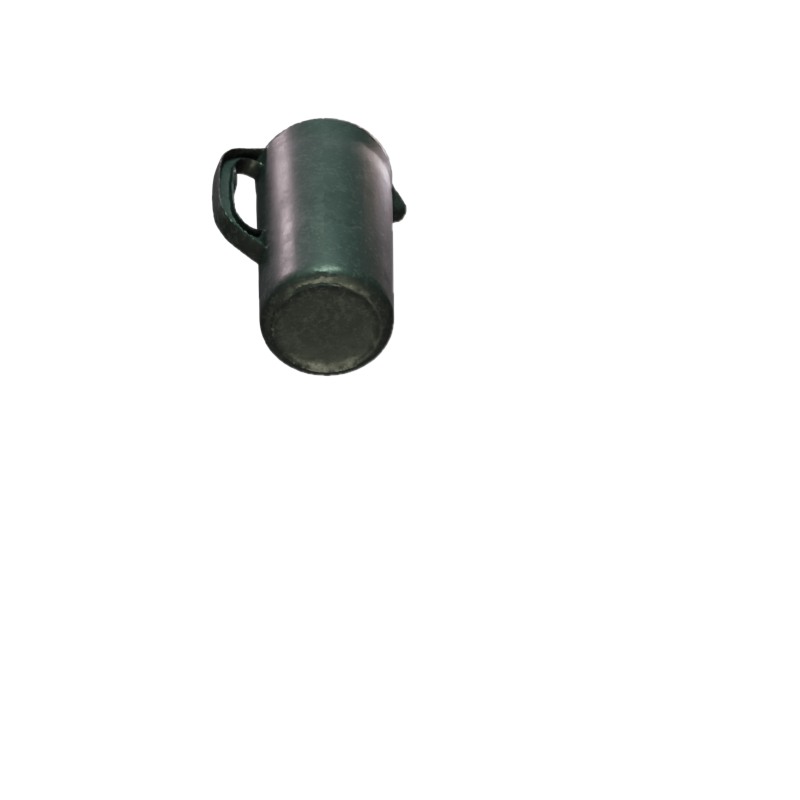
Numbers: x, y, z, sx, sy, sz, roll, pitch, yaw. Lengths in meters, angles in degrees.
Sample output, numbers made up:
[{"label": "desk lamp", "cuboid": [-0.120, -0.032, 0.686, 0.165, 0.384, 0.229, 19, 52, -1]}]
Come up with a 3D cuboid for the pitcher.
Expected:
[{"label": "pitcher", "cuboid": [-0.076, -0.139, 0.973, 0.150, 0.134, 0.260, -19, 37, 11]}]
